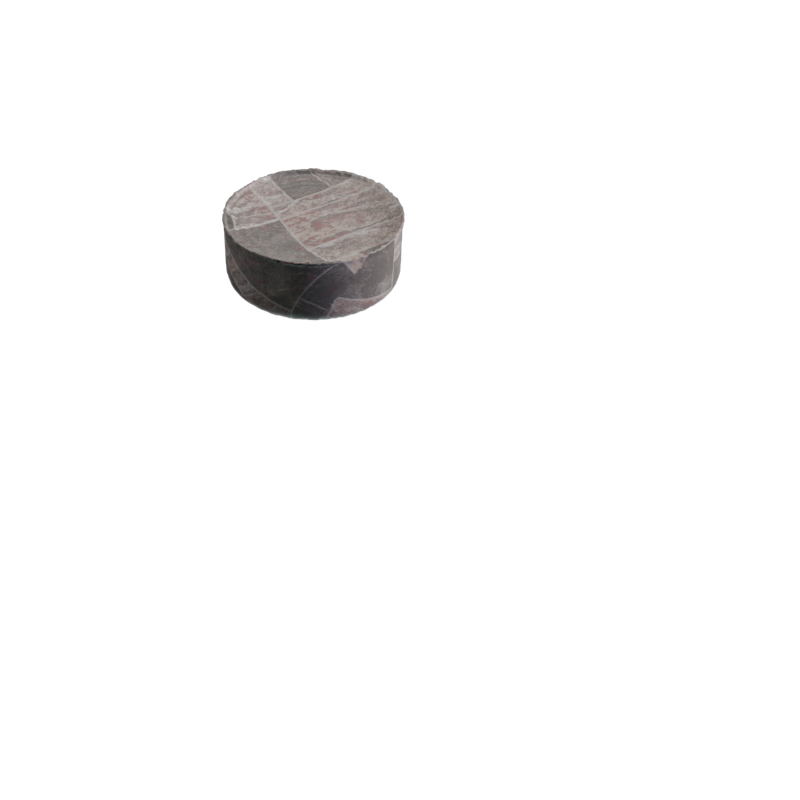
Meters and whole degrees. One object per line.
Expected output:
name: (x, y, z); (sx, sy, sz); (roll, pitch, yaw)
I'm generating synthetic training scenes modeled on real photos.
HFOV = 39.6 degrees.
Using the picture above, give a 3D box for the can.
can: (-0.041, -0.076, 0.530); (0.086, 0.031, 0.092); (-1, 38, -2)
